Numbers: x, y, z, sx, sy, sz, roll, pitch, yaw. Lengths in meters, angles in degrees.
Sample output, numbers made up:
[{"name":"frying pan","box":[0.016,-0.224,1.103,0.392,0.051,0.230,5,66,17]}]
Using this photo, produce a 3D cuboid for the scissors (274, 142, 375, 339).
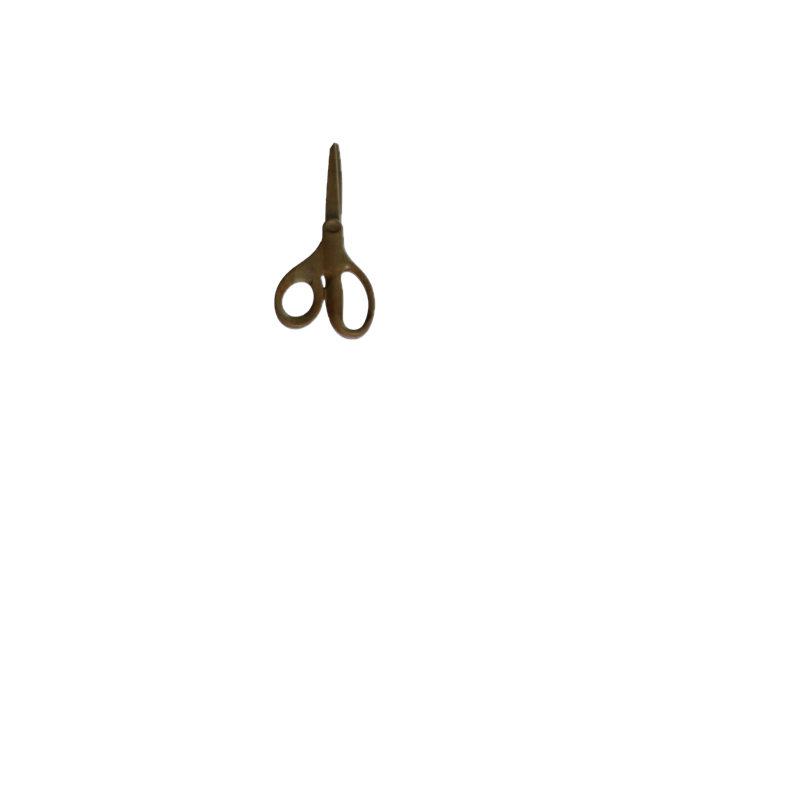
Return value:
[{"name":"scissors","box":[-0.078,-0.142,0.993,0.096,0.216,0.015,-13,-28,-7]}]
